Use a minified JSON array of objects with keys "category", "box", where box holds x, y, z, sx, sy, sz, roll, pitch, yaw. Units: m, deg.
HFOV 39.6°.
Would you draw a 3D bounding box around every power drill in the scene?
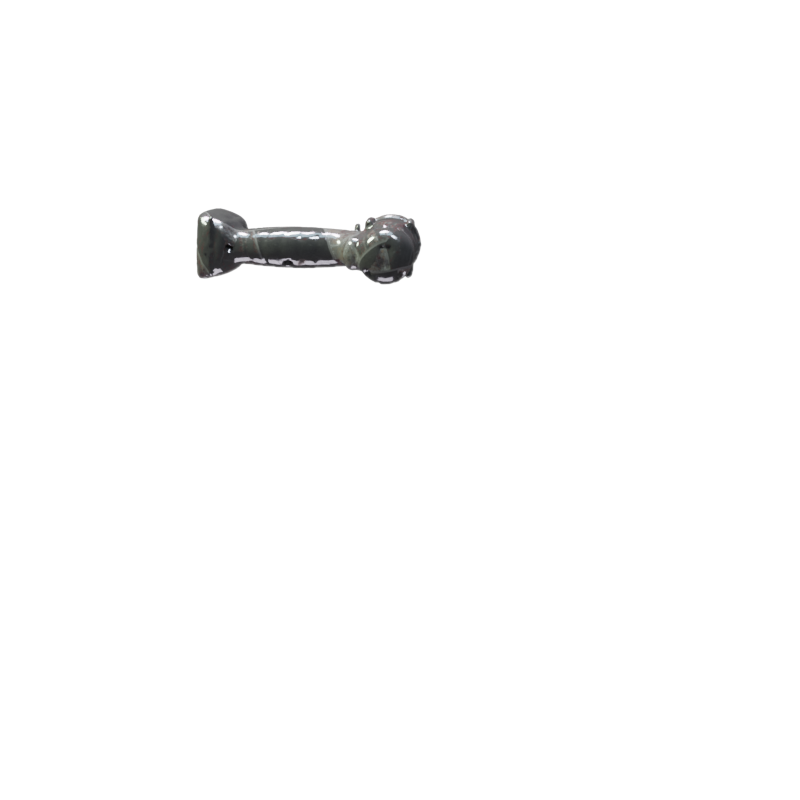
[{"category":"power drill","box":[-0.076,-0.138,0.970,0.189,0.056,0.187,1,12,4]}]
